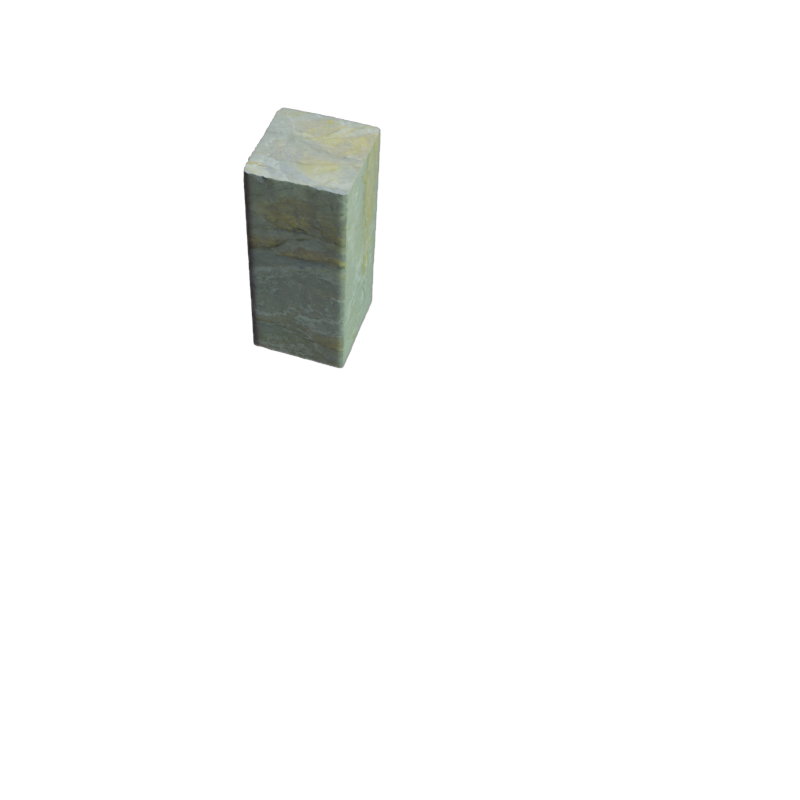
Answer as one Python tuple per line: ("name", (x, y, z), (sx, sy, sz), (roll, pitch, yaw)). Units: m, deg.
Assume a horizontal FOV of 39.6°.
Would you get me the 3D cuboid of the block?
("block", (-0.075, -0.136, 0.951), (0.092, 0.095, 0.192), (15, -41, 9))
